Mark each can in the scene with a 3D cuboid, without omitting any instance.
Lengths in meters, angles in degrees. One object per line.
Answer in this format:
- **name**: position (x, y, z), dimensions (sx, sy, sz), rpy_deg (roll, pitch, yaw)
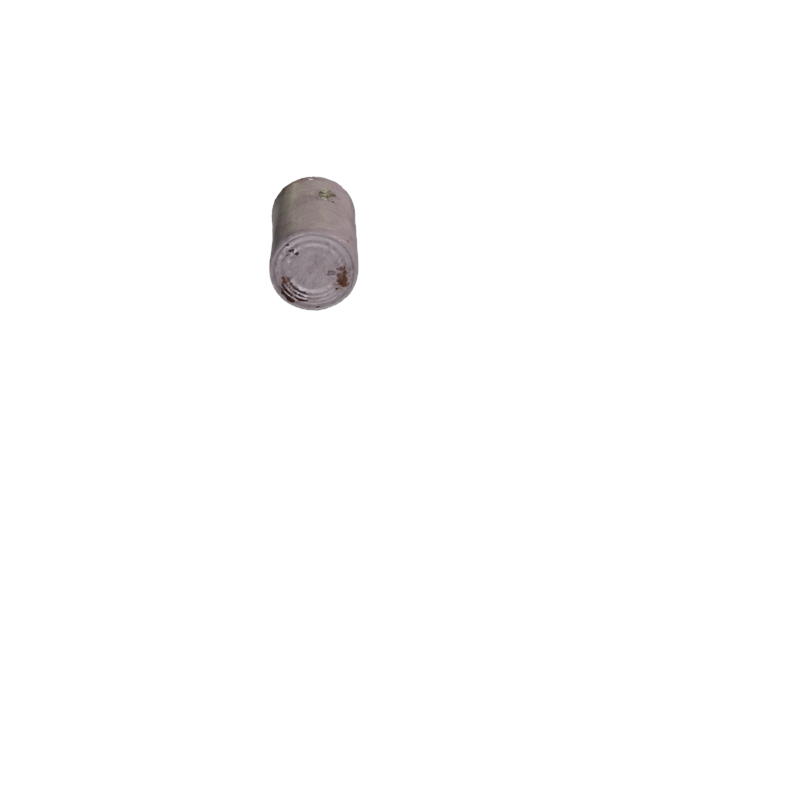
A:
- **can**: position (-0.067, -0.122, 0.854), dimensions (0.068, 0.065, 0.109), rpy_deg (0, 31, -3)
